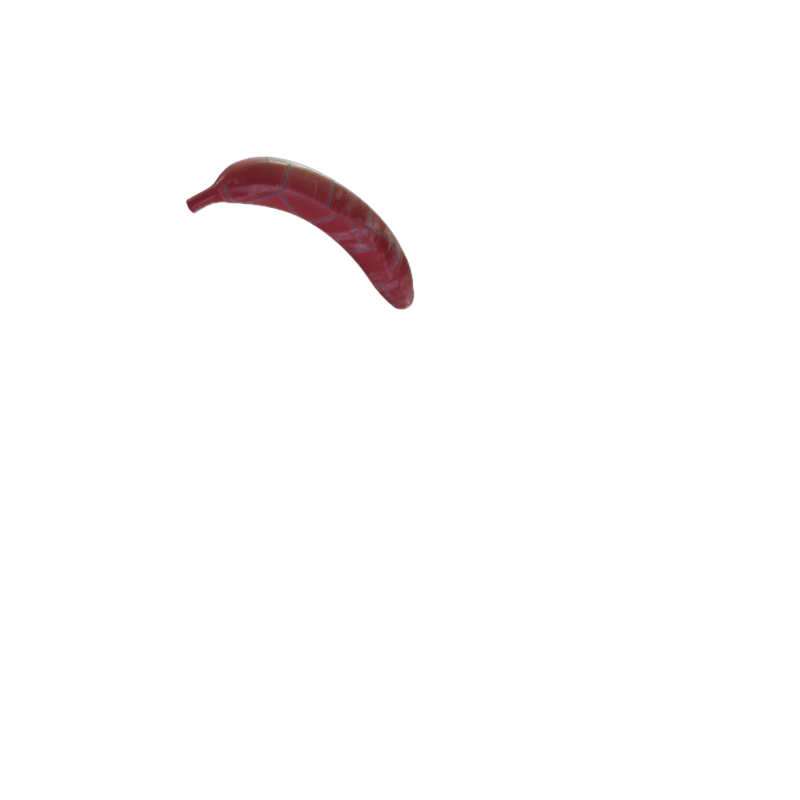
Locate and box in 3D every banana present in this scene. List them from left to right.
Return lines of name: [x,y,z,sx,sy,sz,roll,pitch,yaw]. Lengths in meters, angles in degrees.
banana: [-0.059,-0.134,0.838,0.190,0.067,0.039,25,33,-18]
